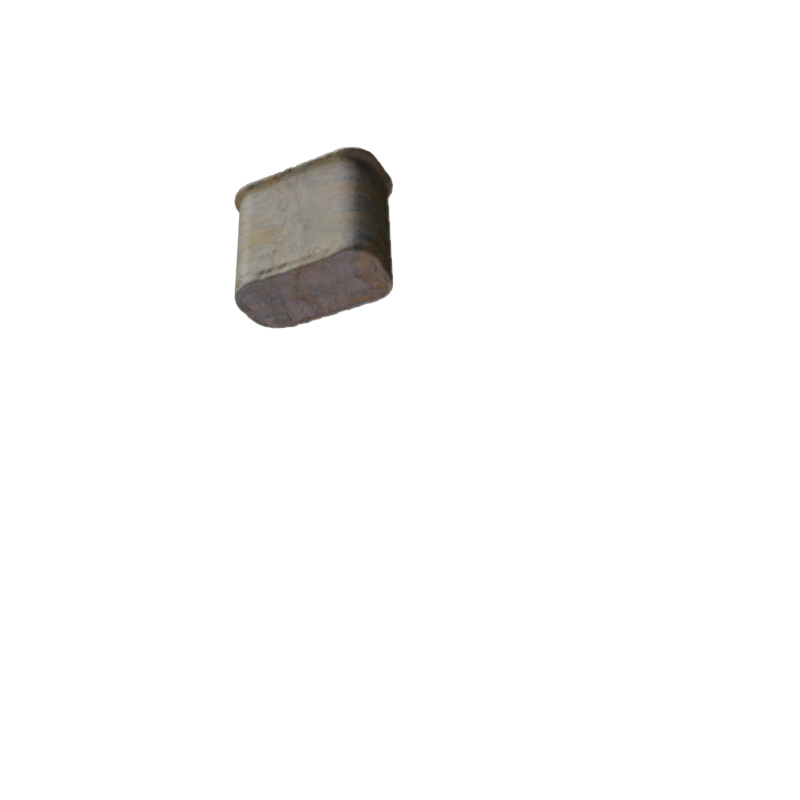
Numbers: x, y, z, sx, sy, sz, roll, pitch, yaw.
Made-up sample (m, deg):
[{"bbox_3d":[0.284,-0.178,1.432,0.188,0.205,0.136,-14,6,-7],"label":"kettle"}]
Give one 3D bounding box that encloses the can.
[{"bbox_3d":[-0.055,-0.099,0.695,0.103,0.090,0.053,-17,-39,20],"label":"can"}]
